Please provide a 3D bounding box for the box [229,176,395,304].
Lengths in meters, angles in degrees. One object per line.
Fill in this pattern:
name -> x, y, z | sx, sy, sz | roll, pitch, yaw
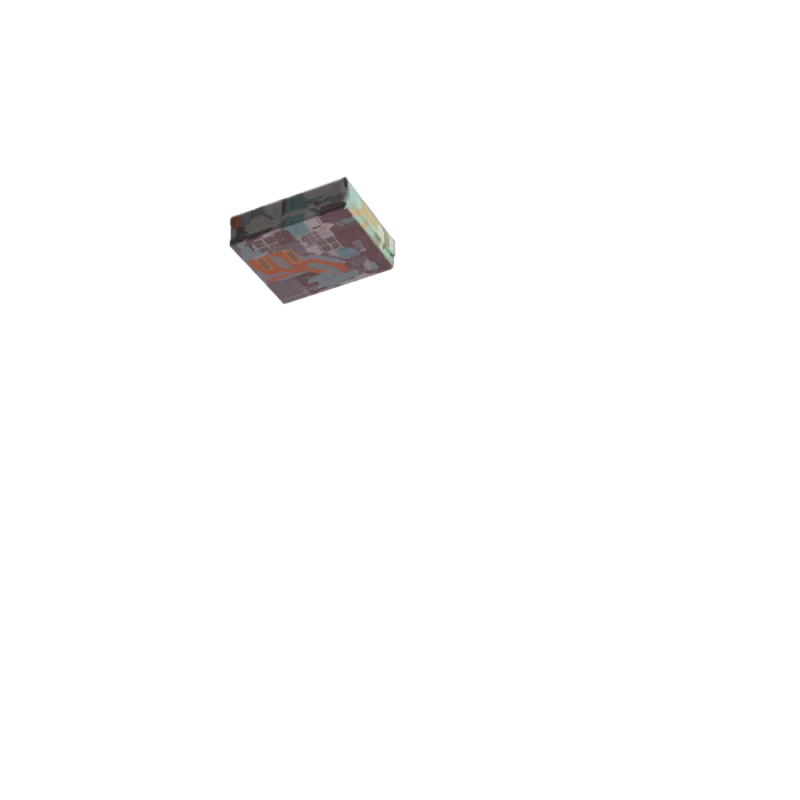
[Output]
box -> -0.058, -0.106, 0.741 | 0.090, 0.032, 0.067 | -16, -38, 22
